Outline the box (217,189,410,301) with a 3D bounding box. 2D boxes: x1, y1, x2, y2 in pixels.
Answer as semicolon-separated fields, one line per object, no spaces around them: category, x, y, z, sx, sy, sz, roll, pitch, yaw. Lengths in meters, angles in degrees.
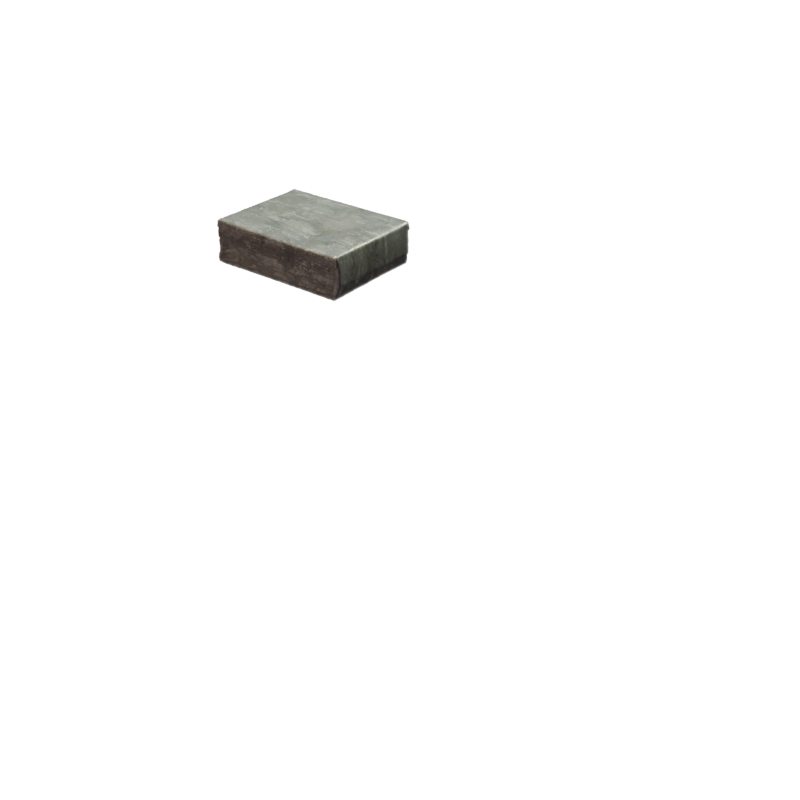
box;-0.064;-0.116;0.815;0.120;0.037;0.090;19;32;32
